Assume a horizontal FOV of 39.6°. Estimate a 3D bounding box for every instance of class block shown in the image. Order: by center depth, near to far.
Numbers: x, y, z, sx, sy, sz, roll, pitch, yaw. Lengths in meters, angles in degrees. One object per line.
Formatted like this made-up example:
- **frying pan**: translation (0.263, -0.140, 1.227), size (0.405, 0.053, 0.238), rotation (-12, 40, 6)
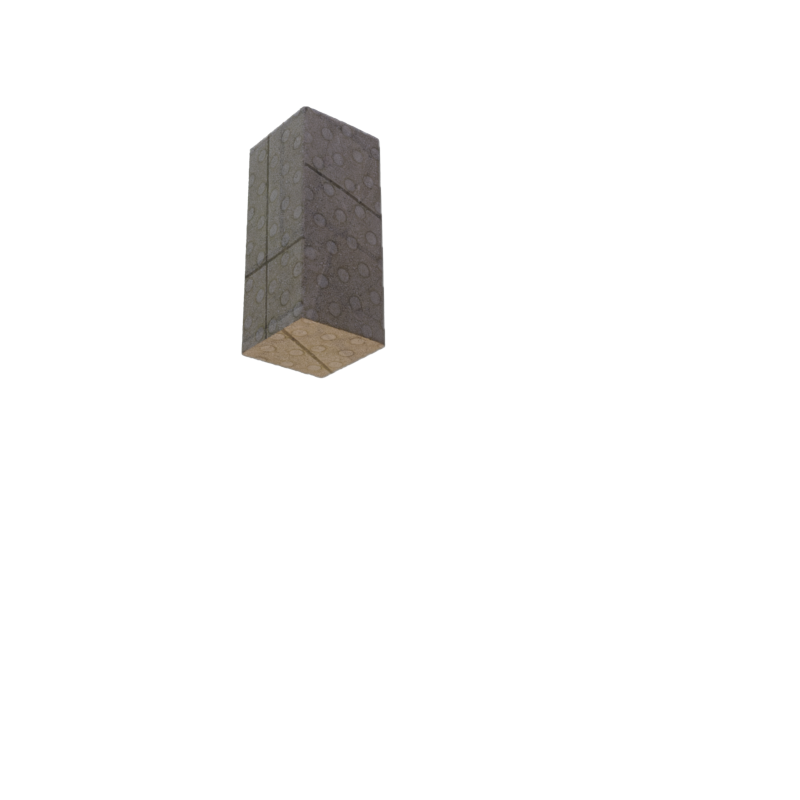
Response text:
- **block**: translation (-0.075, -0.138, 0.967), size (0.085, 0.219, 0.090), rotation (19, -34, -35)
